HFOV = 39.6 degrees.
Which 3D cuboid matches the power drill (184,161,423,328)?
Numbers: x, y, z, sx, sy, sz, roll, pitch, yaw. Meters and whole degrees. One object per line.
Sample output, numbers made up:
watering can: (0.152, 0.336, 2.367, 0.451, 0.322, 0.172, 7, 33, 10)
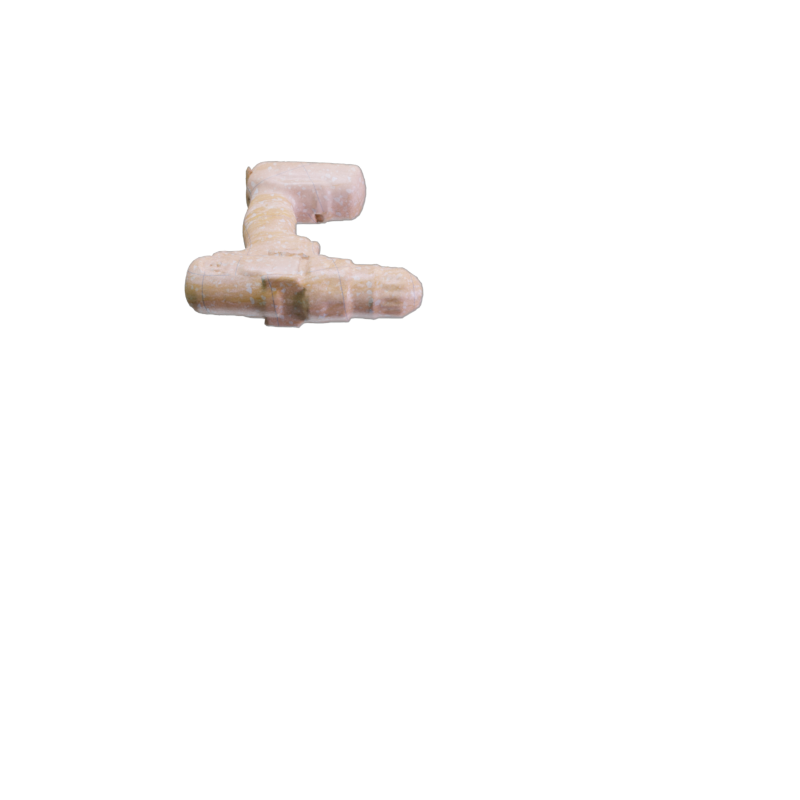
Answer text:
power drill: (-0.071, -0.130, 0.913, 0.186, 0.054, 0.199, 3, 36, 4)
